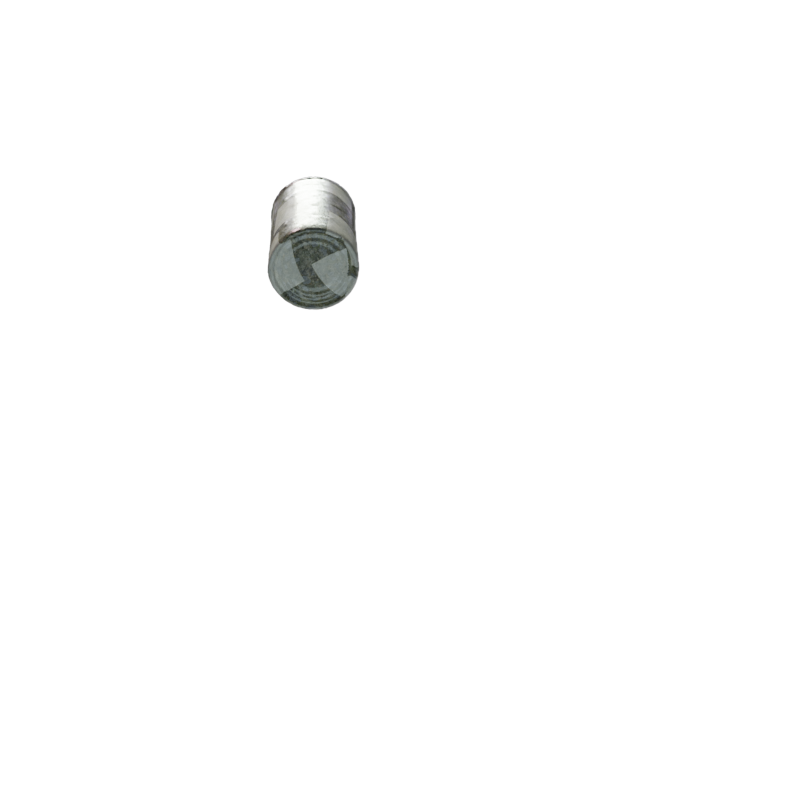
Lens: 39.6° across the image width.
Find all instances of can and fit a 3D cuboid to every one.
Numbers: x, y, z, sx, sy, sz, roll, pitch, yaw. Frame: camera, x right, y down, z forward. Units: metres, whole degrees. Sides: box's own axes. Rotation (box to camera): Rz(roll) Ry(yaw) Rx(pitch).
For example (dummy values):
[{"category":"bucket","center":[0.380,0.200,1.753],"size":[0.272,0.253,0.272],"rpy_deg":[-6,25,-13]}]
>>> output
[{"category":"can","center":[-0.066,-0.121,0.844],"size":[0.068,0.065,0.108],"rpy_deg":[0,29,-3]}]
